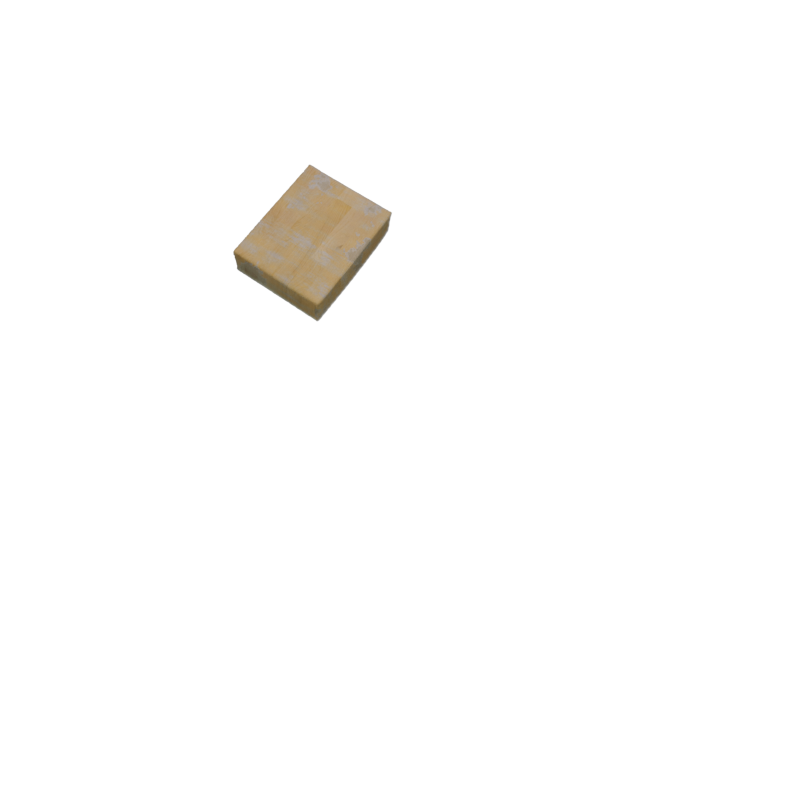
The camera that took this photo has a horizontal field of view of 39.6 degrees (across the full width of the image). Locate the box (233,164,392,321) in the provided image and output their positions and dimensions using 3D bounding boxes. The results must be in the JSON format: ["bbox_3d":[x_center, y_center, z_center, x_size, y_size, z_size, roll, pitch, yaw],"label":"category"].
[{"bbox_3d":[-0.075,-0.137,0.958,0.093,0.116,0.037,31,-25,15],"label":"box"}]
